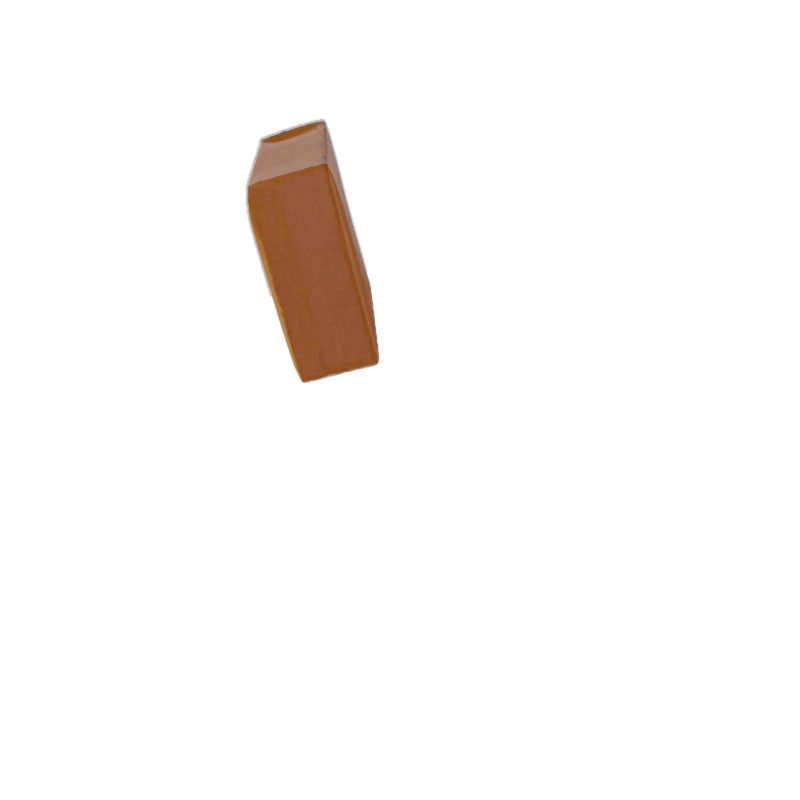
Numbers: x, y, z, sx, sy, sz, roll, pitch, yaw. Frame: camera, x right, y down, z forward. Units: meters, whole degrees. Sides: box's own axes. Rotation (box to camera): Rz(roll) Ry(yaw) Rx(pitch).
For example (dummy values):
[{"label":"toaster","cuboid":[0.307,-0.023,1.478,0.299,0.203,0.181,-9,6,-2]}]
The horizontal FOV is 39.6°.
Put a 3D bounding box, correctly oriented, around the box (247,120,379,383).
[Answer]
[{"label":"box","cuboid":[-0.073,-0.133,0.928,0.072,0.157,0.223,-15,20,2]}]
